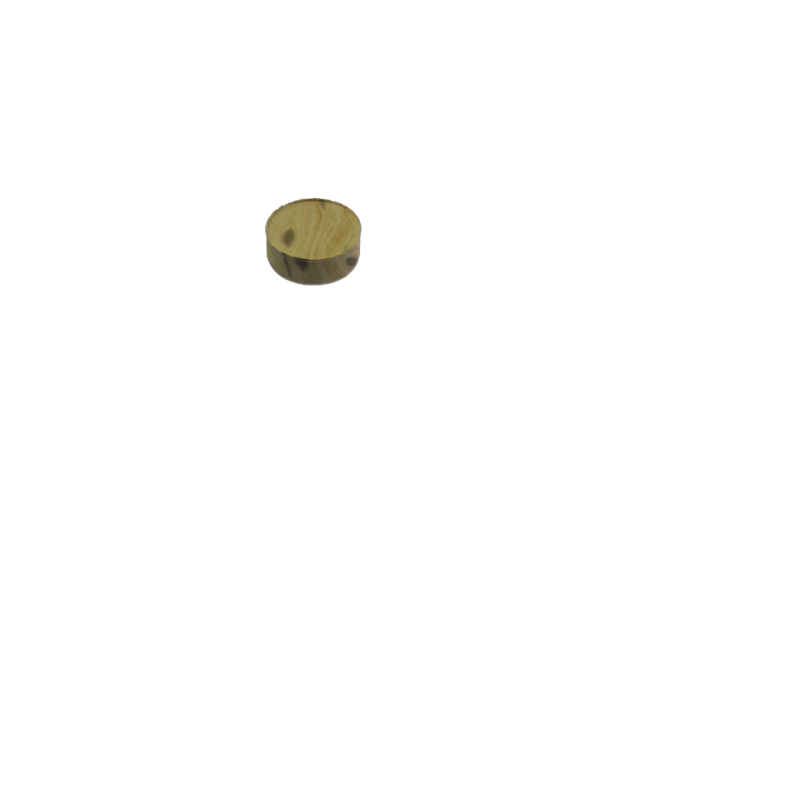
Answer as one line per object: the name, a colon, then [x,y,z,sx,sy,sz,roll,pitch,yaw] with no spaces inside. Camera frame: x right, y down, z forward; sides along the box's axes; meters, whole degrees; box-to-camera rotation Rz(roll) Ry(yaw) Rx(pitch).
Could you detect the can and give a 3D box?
can: [-0.078,-0.142,0.991,0.086,0.031,0.092,-1,45,-1]
